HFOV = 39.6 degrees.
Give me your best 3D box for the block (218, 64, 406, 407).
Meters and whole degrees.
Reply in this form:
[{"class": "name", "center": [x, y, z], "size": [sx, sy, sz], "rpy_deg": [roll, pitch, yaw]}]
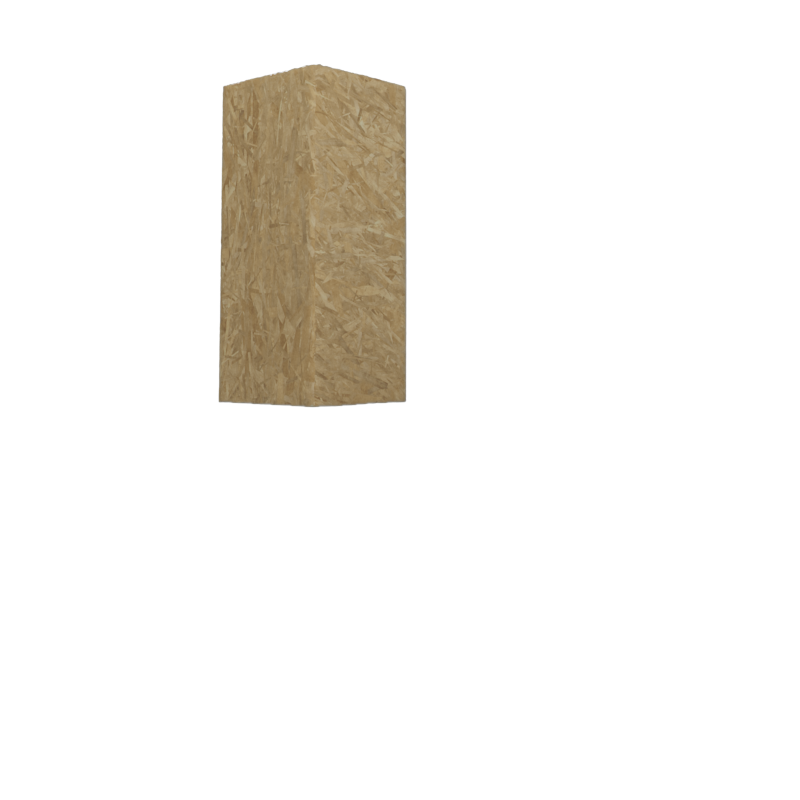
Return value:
[{"class": "block", "center": [-0.056, -0.103, 0.719], "size": [0.094, 0.209, 0.086], "rpy_deg": [-4, -5, 42]}]
